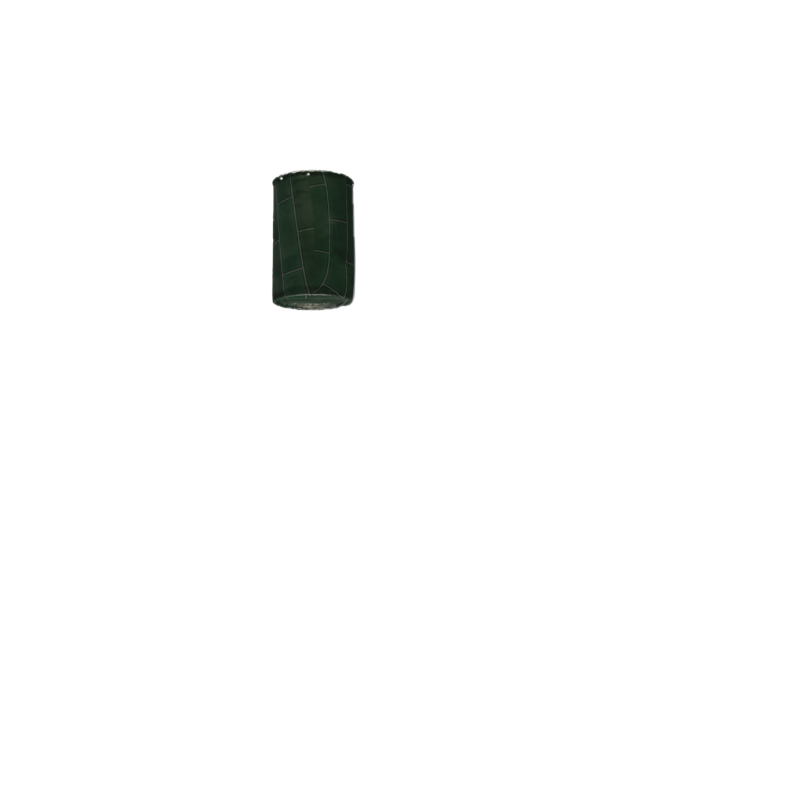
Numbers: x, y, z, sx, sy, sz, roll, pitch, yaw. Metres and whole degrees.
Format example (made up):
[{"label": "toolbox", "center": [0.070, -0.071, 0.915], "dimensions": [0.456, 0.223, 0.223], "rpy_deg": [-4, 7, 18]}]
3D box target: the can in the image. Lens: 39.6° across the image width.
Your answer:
[{"label": "can", "center": [-0.071, -0.129, 0.905], "dimensions": [0.068, 0.106, 0.067], "rpy_deg": [0, -12, -2]}]
